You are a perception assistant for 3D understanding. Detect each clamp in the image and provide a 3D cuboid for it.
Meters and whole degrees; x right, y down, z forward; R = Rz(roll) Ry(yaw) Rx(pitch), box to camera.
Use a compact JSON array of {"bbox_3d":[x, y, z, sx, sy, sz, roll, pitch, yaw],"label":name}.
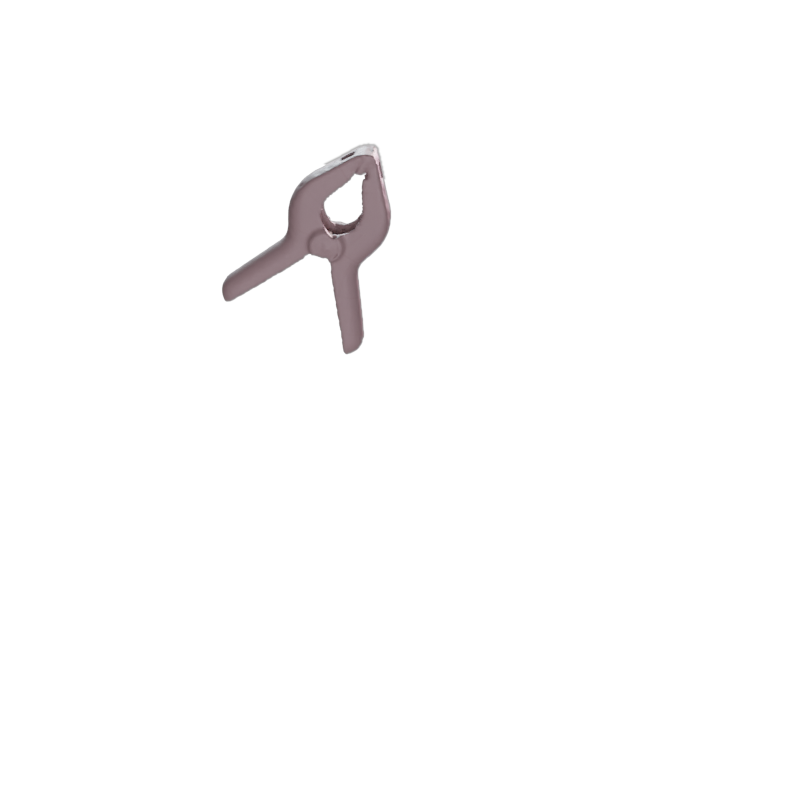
[{"bbox_3d":[-0.068,-0.124,0.866,0.119,0.165,0.041,15,22,-7],"label":"clamp"}]
